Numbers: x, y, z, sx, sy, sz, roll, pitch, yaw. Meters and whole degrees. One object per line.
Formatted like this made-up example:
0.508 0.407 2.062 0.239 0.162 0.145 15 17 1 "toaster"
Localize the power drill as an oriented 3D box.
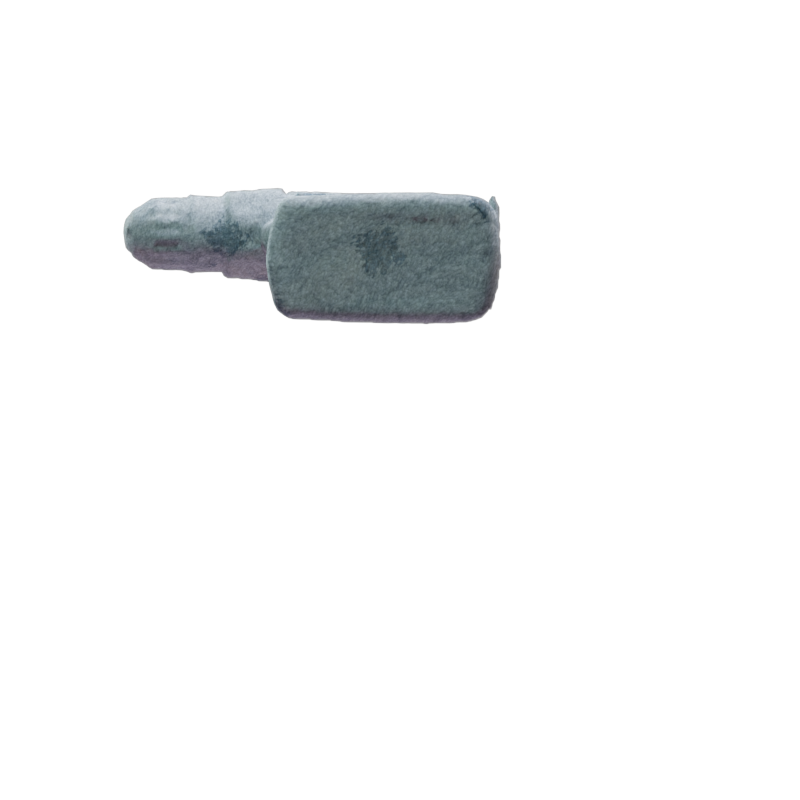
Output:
-0.044 -0.079 0.557 0.182 0.056 0.195 -3 13 -13 "power drill"
